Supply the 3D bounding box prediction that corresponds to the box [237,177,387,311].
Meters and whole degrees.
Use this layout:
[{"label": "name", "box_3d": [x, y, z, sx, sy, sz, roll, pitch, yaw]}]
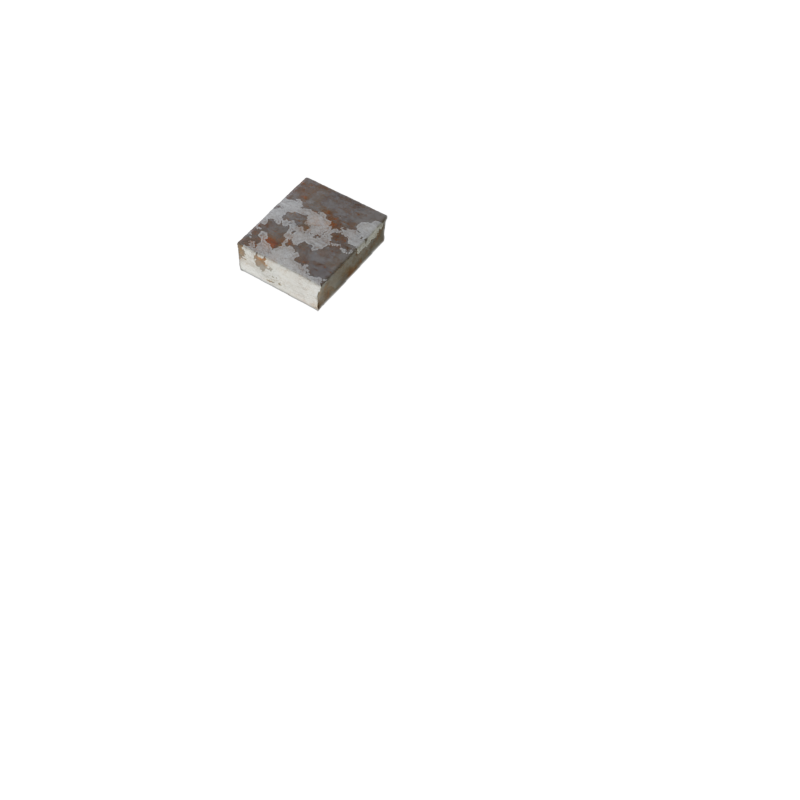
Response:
[{"label": "box", "box_3d": [-0.078, -0.143, 0.998, 0.094, 0.116, 0.036, 26, -36, 20]}]
